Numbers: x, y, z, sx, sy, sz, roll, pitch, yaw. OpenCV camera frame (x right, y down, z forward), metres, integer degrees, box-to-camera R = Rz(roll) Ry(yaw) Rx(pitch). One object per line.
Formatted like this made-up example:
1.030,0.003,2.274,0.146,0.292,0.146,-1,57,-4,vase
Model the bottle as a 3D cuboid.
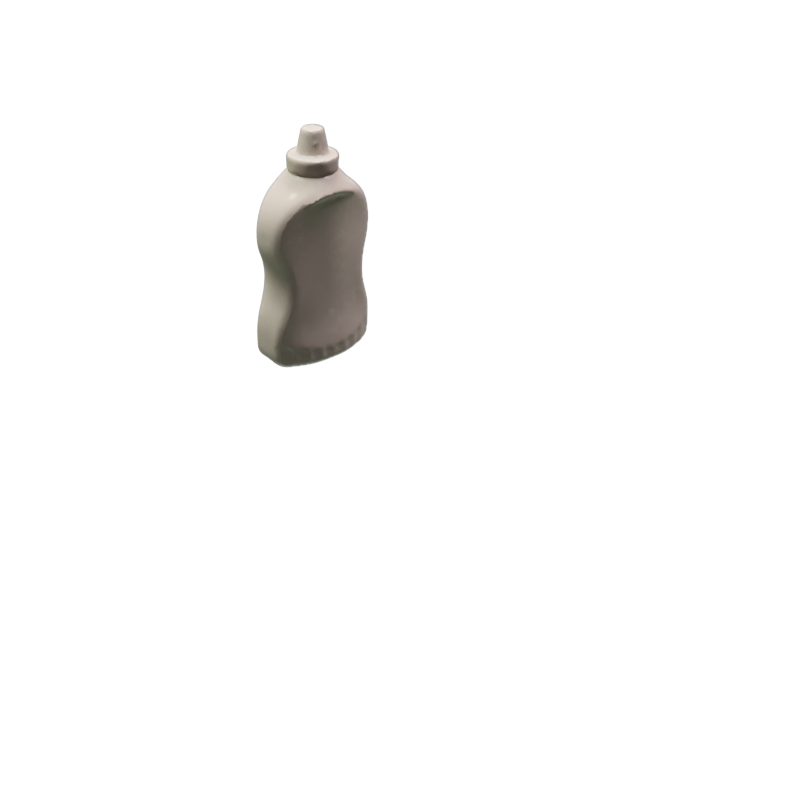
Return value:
-0.069,-0.126,0.881,0.095,0.181,0.063,-19,34,-34,bottle
